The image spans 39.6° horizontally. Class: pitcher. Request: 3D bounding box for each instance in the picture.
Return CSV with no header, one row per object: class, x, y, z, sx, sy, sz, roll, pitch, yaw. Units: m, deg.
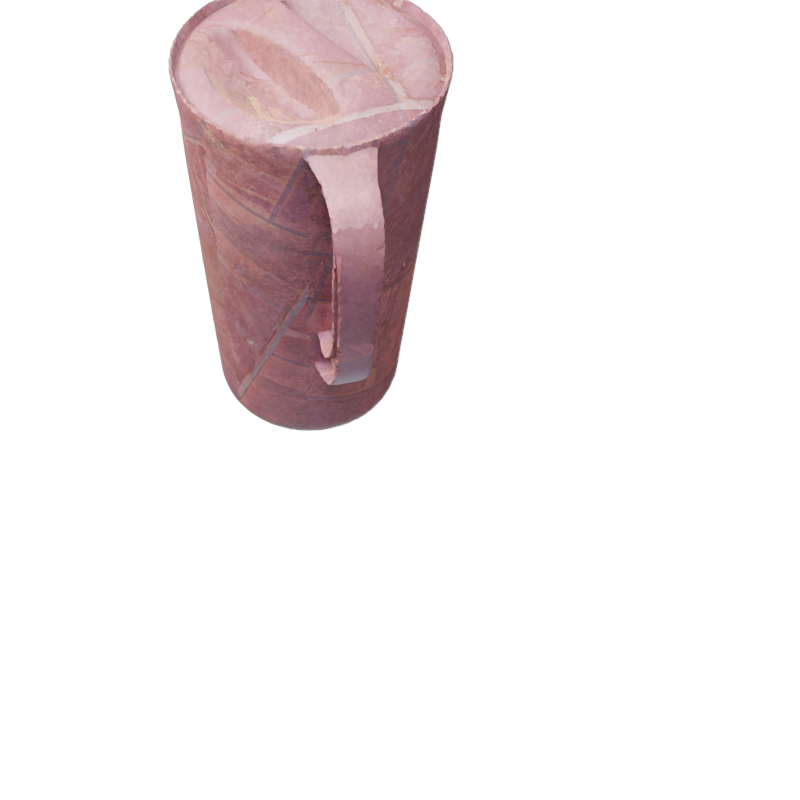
pitcher,-0.046,-0.084,0.592,0.151,0.154,0.226,25,-37,17
